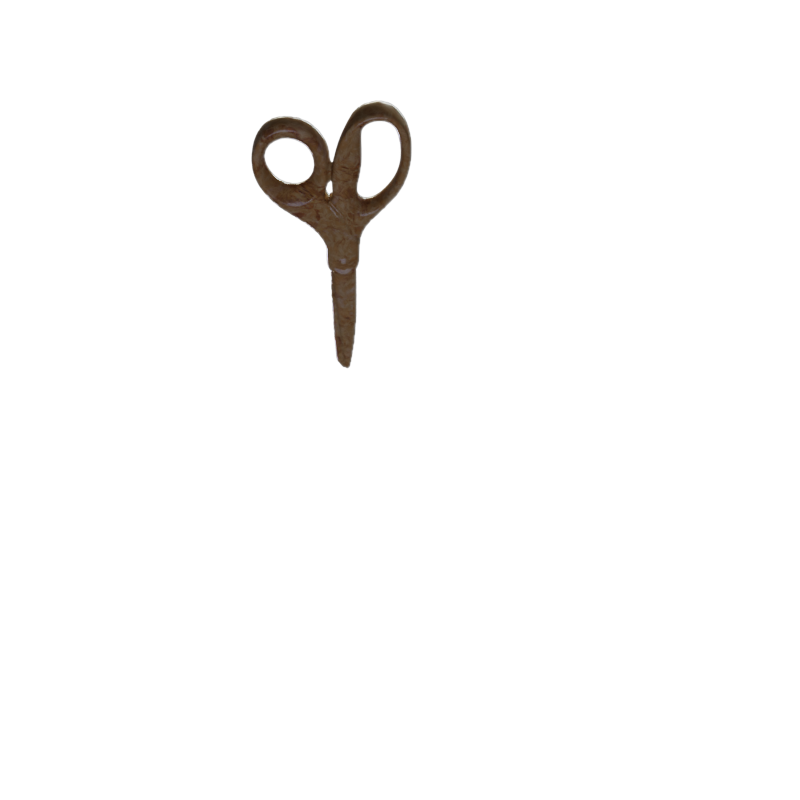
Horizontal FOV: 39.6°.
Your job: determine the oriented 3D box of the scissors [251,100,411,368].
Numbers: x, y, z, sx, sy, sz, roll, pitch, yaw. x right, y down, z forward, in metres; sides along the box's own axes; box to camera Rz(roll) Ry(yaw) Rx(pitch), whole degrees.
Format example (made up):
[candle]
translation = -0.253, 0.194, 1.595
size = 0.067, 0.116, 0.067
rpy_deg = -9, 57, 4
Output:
[scissors]
translation = -0.051, -0.092, 0.647
size = 0.094, 0.017, 0.191
rpy_deg = 12, -46, -12
